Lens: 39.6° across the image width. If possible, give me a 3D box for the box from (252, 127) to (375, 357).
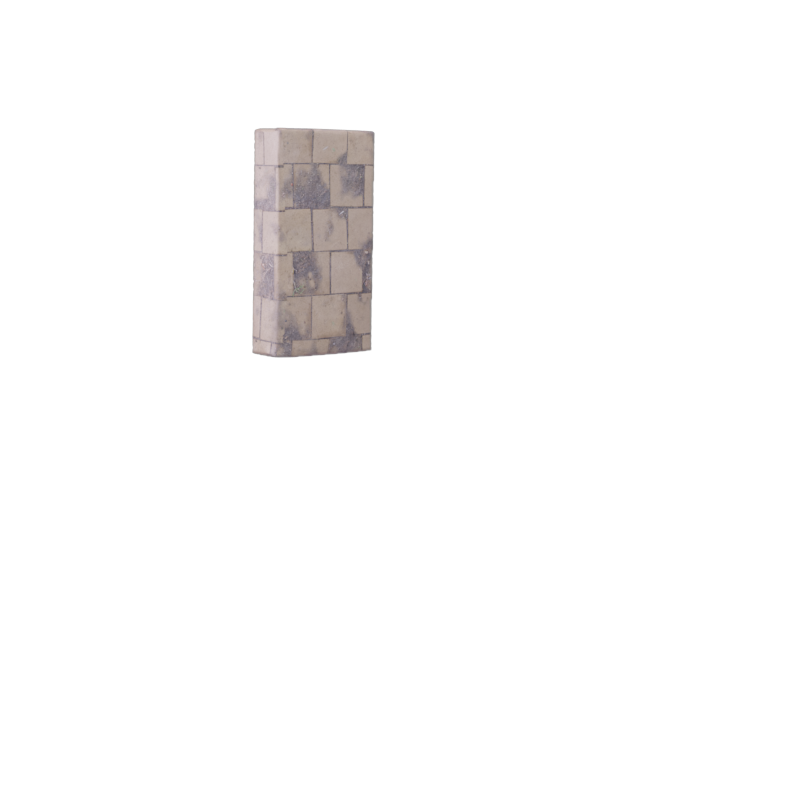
[{"bbox_3d":[-0.068,-0.124,0.871,0.090,0.175,0.050,-2,3,-37],"label":"box"}]
